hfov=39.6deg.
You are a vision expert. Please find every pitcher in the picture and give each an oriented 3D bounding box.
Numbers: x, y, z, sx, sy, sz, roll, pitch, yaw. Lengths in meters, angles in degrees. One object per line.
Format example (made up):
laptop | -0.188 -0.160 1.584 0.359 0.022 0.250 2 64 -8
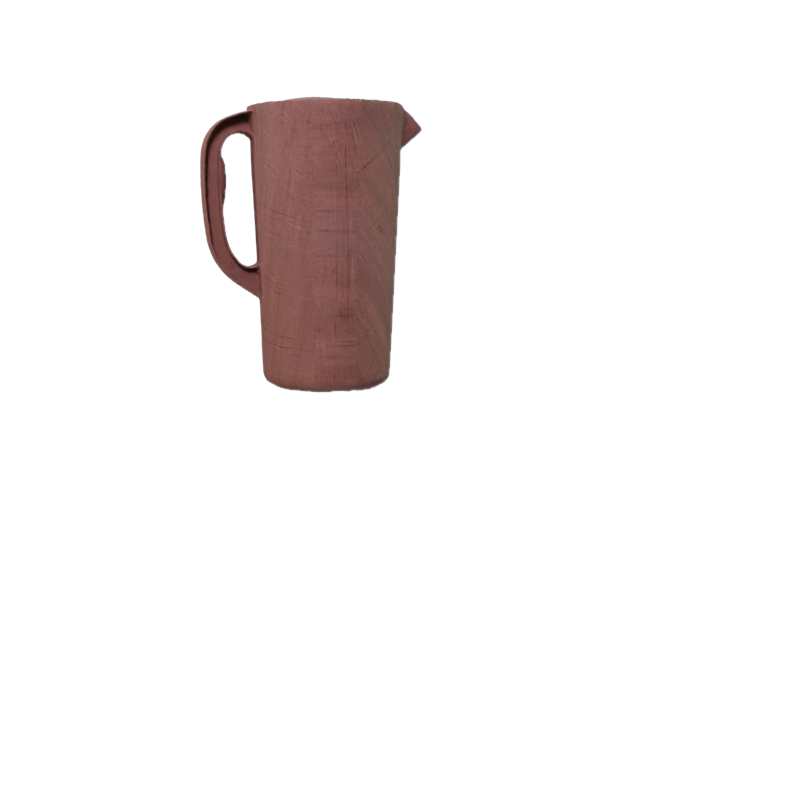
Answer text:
pitcher | -0.073 -0.134 0.937 0.154 0.242 0.141 2 4 29
